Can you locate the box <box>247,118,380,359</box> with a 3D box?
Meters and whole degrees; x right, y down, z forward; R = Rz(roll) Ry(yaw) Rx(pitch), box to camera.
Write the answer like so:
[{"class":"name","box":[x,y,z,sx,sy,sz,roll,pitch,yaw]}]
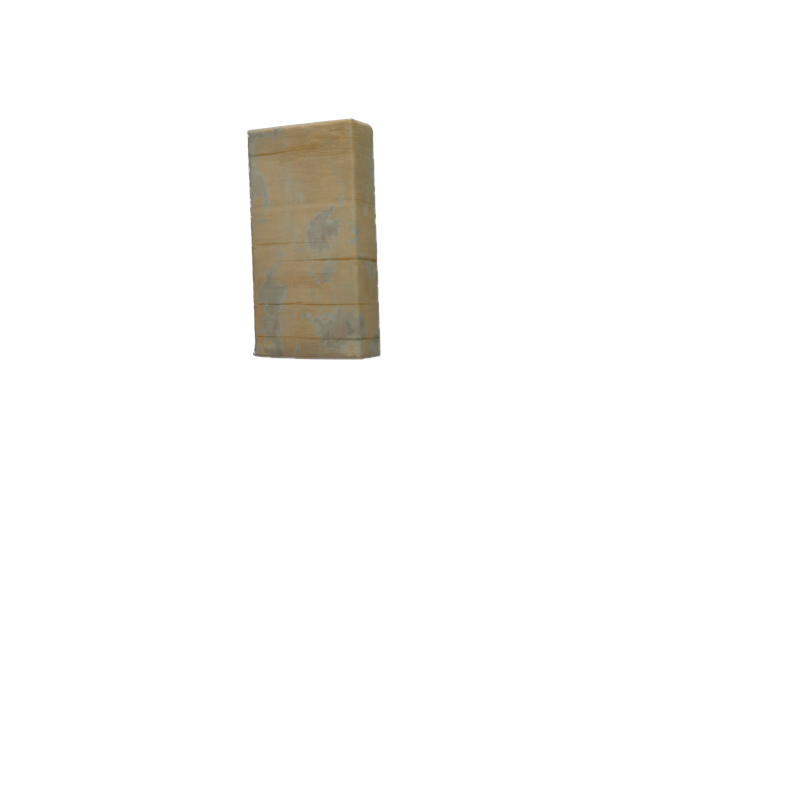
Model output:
[{"class":"box","box":[-0.065,-0.120,0.839,0.096,0.178,0.046,-2,-4,27]}]
